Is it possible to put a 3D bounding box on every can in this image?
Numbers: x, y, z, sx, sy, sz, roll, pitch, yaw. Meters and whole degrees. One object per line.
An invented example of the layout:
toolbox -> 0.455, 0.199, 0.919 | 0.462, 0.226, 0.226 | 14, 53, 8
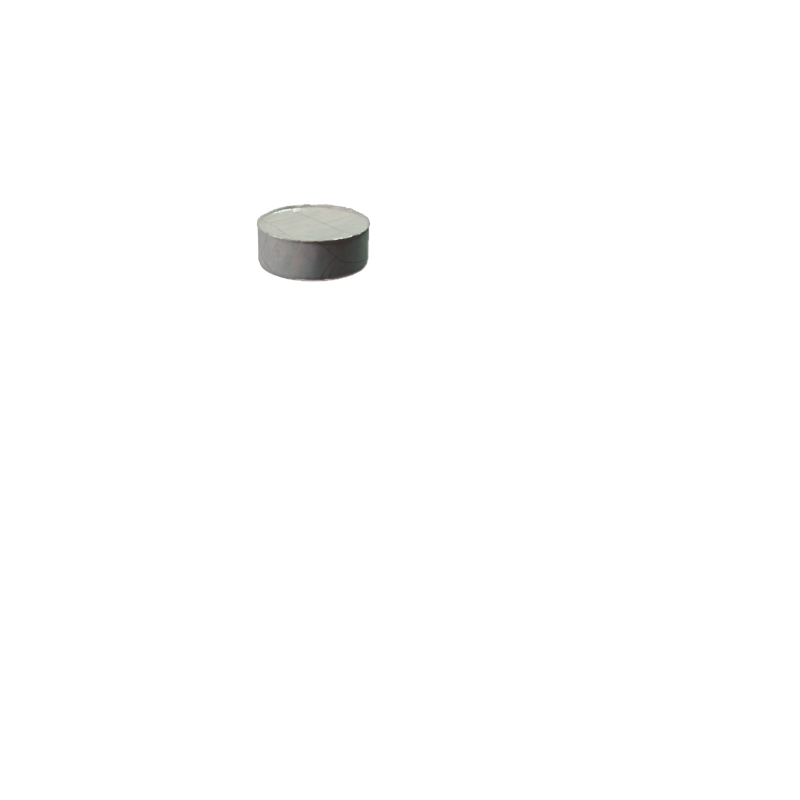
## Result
can -> -0.066, -0.121, 0.845 | 0.086, 0.032, 0.091 | -1, 26, -2
